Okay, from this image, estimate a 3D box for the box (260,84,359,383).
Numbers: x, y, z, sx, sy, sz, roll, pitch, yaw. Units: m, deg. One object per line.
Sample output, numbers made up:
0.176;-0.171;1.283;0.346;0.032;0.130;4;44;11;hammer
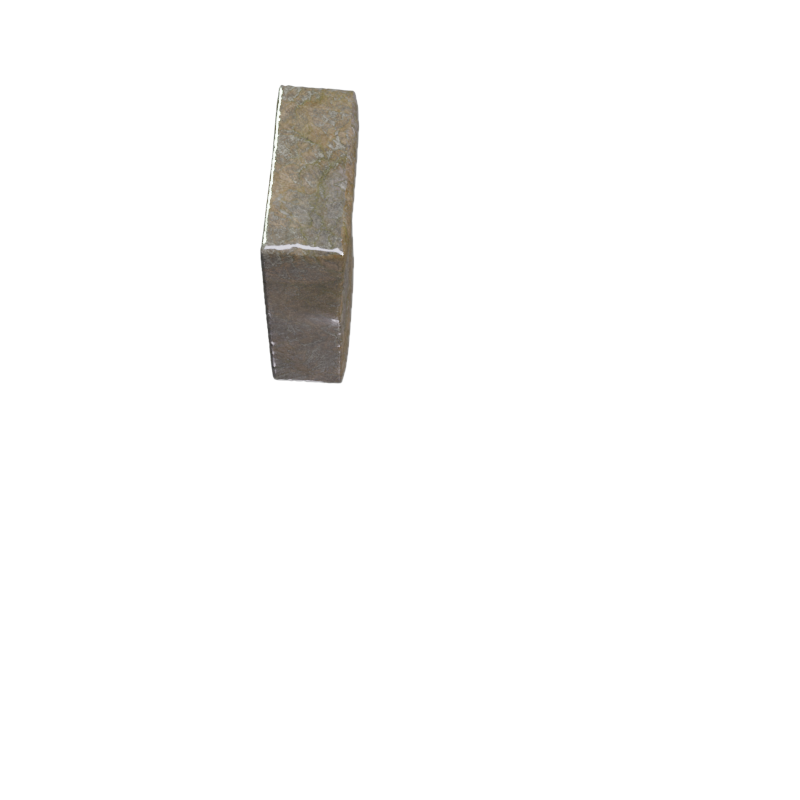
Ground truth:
-0.073;-0.134;0.938;0.072;0.174;0.201;3;-29;-2;box
